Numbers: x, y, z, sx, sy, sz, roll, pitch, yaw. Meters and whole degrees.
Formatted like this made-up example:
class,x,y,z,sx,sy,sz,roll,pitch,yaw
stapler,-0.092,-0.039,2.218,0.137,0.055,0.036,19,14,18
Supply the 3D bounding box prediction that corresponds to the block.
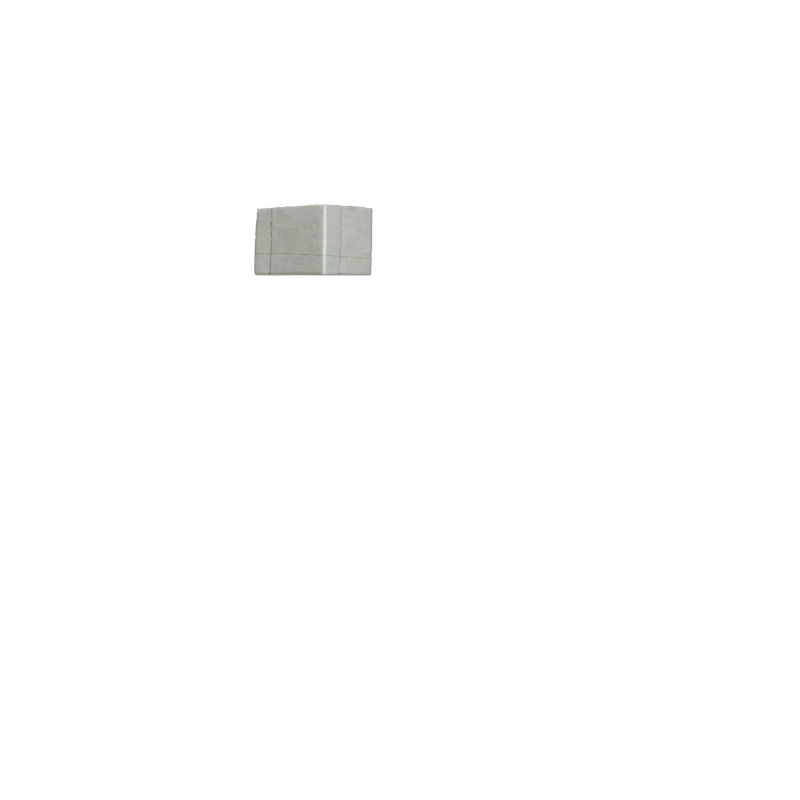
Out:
class,x,y,z,sx,sy,sz,roll,pitch,yaw
block,-0.065,-0.119,0.834,0.081,0.051,0.051,4,4,44
